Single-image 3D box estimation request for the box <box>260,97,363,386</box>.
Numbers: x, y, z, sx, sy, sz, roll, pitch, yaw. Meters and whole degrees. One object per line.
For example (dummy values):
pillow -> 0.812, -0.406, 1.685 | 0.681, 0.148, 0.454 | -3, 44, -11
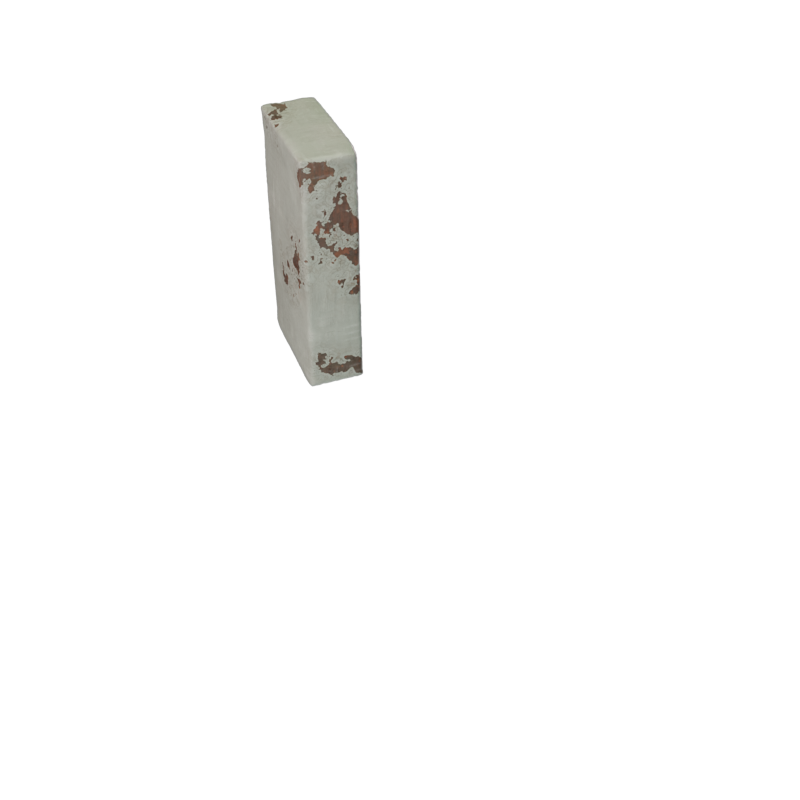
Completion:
box -> -0.059, -0.109, 0.761 | 0.047, 0.165, 0.101 | -10, 36, -18
